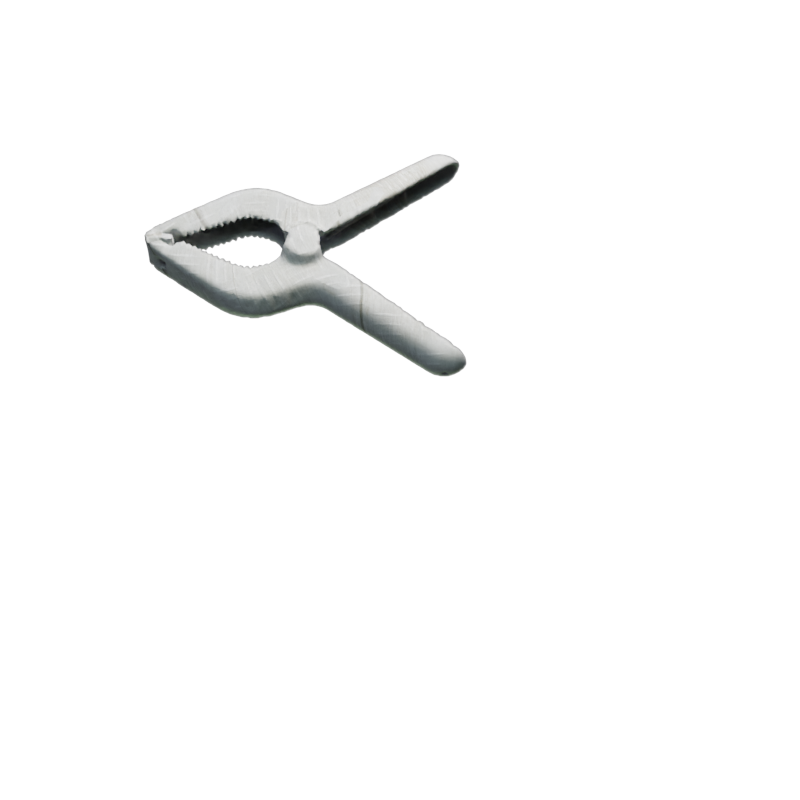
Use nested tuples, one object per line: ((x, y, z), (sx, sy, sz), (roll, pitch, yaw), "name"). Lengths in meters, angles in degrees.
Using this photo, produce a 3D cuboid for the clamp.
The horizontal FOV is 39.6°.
((-0.056, -0.102, 0.715), (0.212, 0.174, 0.034), (7, -34, 5), "clamp")
